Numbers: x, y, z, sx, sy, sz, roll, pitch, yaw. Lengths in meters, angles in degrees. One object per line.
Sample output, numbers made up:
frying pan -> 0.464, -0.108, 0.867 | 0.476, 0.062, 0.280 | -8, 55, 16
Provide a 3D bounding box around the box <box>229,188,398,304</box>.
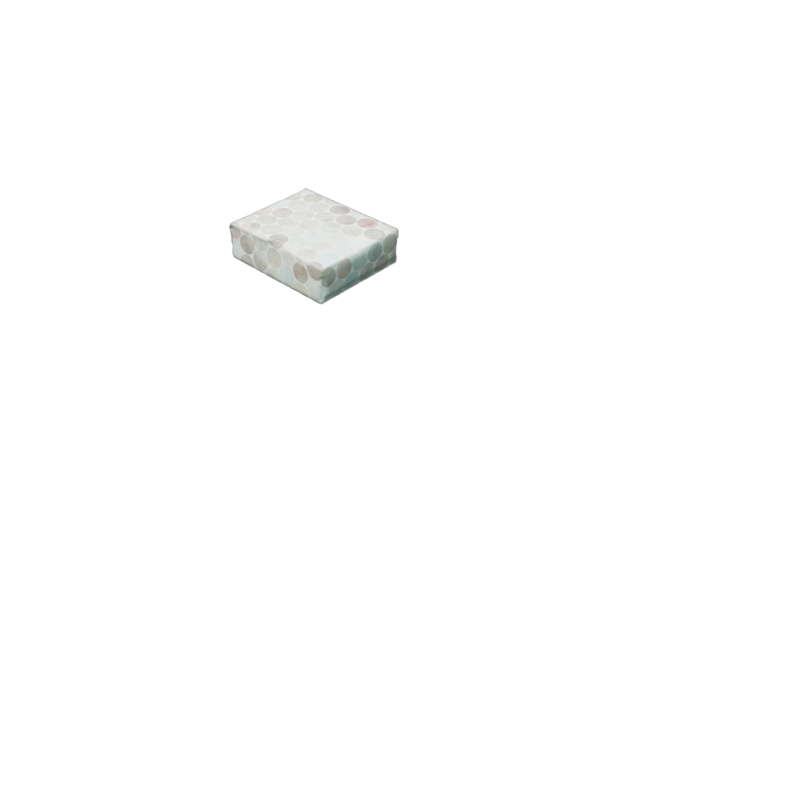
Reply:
box -> -0.058, -0.106, 0.739 | 0.095, 0.028, 0.073 | 29, 44, 34
